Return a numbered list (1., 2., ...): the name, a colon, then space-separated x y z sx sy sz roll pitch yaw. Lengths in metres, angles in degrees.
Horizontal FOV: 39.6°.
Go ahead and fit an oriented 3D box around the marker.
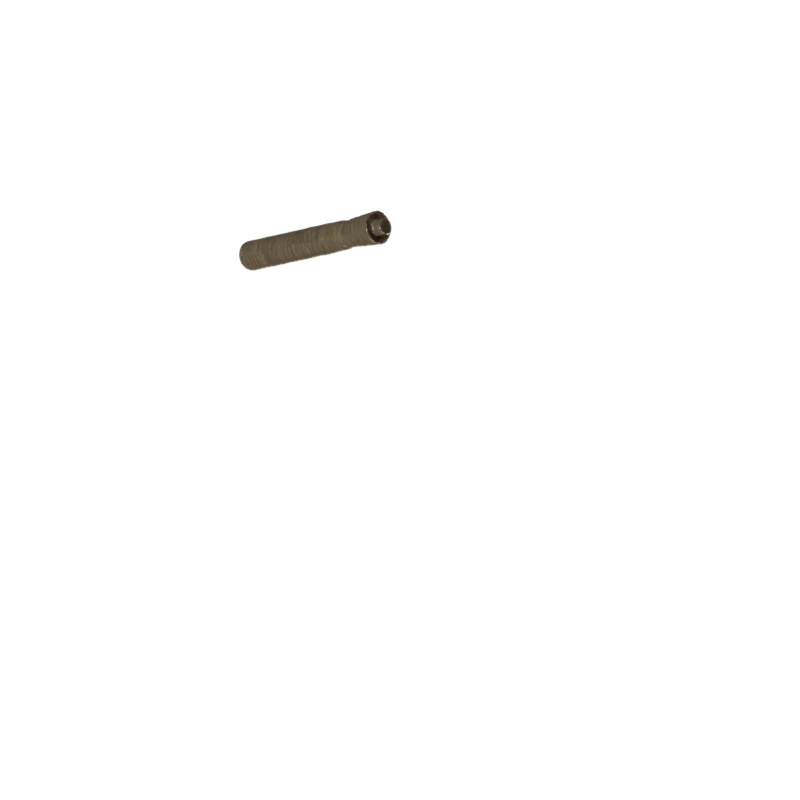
1. marker: -0.050 -0.092 0.645 0.019 0.020 0.124 -4 0 -43
